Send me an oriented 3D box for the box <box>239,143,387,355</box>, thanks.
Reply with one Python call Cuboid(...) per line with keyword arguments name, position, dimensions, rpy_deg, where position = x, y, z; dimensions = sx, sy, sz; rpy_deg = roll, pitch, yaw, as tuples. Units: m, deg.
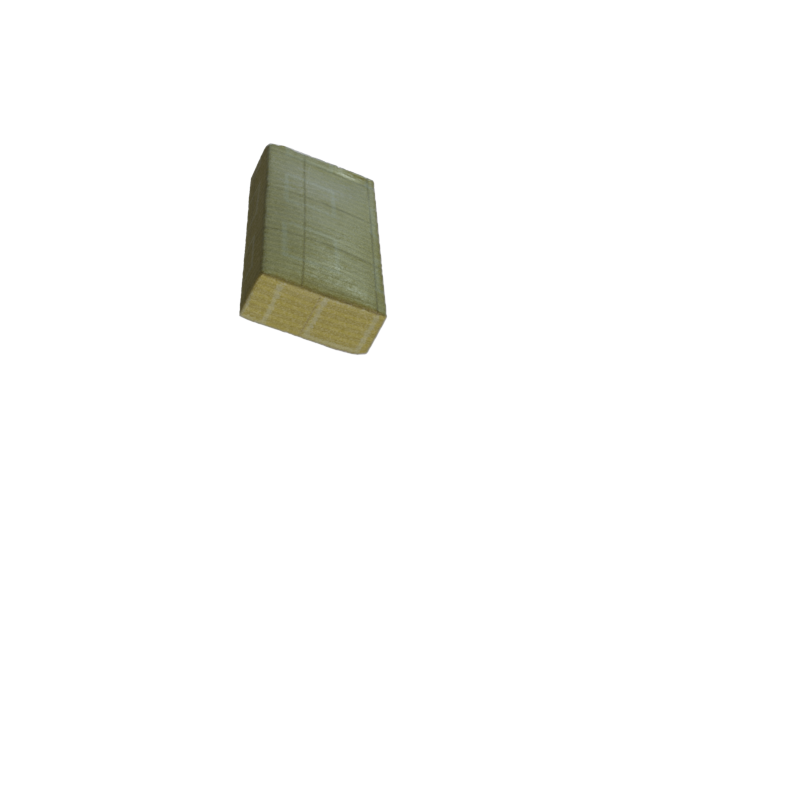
Cuboid(name="box", position=(-0.062, -0.114, 0.795), dimensions=(0.090, 0.046, 0.189), rpy_deg=(17, 38, -18))
